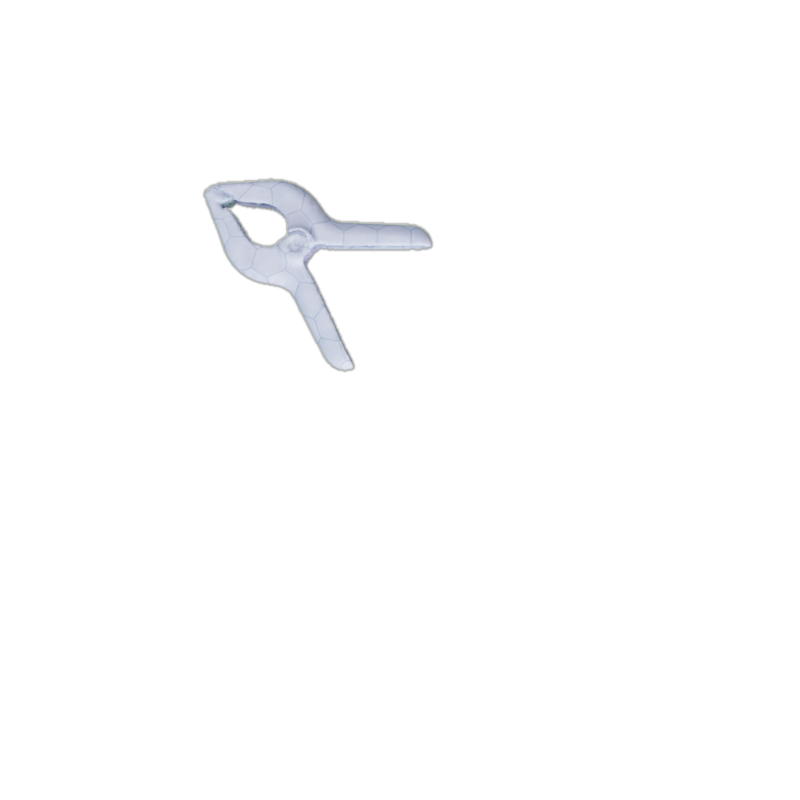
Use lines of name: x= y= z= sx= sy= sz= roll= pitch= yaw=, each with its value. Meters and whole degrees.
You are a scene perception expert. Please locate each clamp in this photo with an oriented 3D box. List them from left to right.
clamp: x=-0.065 y=-0.118 z=0.830 sx=0.175 sy=0.121 sz=0.038 roll=41 pitch=-10 yaw=8
